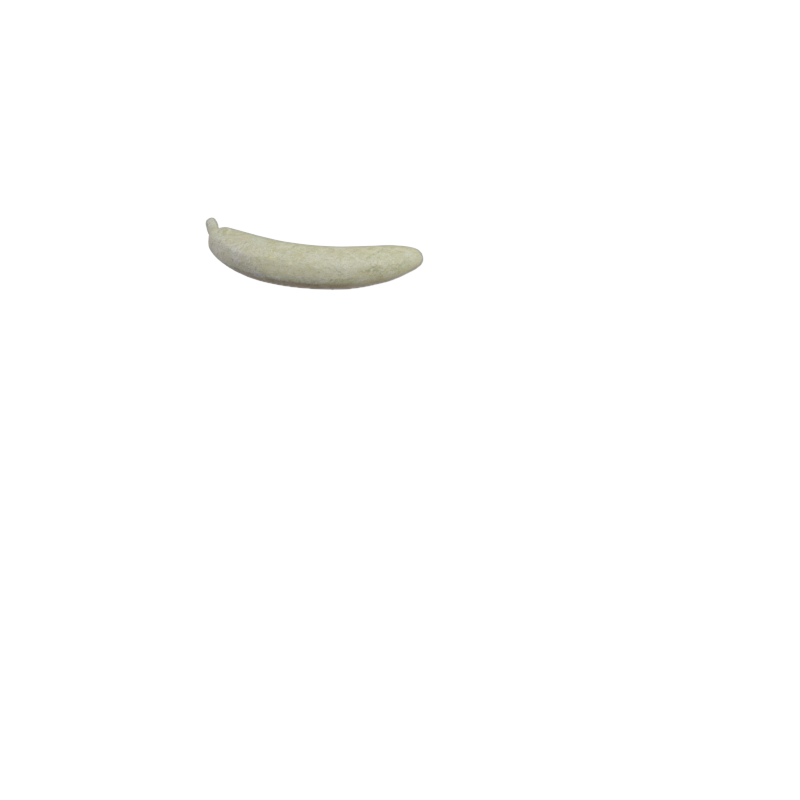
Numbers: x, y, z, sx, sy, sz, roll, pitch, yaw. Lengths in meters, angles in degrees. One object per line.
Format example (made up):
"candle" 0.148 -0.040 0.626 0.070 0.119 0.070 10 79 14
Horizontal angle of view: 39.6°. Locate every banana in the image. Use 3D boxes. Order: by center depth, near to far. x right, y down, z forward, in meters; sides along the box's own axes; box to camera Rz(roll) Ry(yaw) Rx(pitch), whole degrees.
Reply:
"banana" -0.083 -0.123 0.943 0.202 0.073 0.034 12 -43 11
